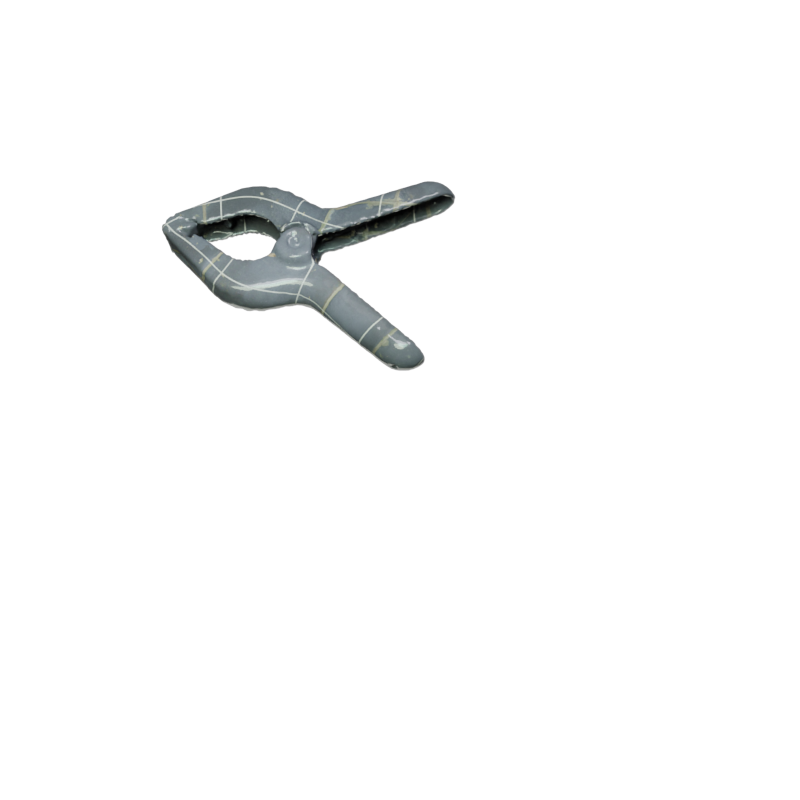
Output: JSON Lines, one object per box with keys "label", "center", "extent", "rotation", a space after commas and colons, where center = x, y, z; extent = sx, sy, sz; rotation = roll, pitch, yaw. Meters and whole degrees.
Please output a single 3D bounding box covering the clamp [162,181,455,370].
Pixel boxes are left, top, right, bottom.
{"label": "clamp", "center": [-0.051, -0.094, 0.655], "extent": [0.175, 0.125, 0.037], "rotation": [18, -30, 11]}
